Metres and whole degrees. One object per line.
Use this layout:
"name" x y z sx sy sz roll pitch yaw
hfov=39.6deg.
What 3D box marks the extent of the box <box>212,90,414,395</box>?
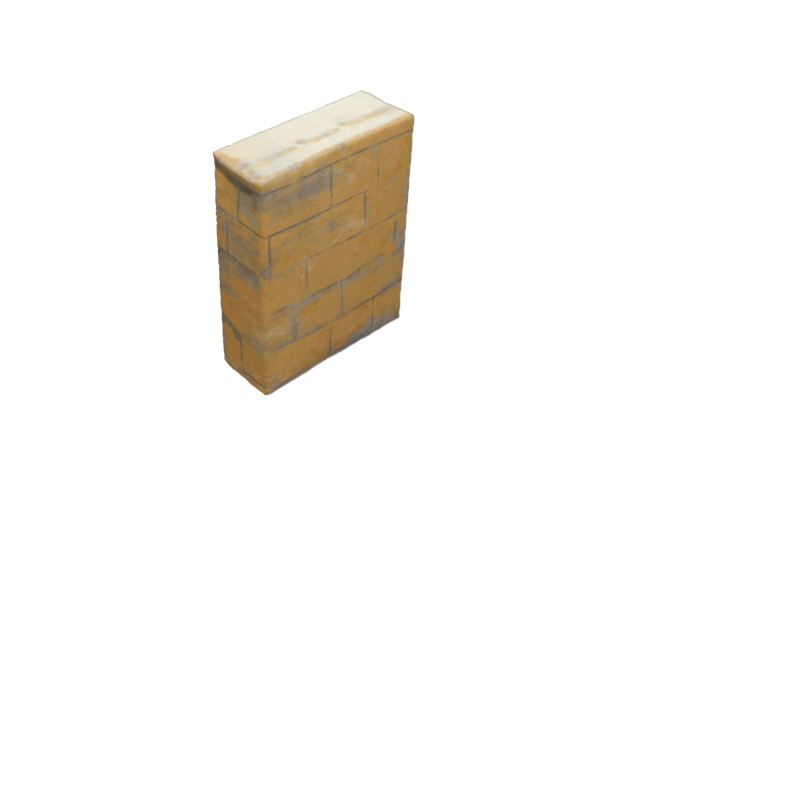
"box" -0.073 -0.133 0.933 0.164 0.200 0.077 -31 49 -35
